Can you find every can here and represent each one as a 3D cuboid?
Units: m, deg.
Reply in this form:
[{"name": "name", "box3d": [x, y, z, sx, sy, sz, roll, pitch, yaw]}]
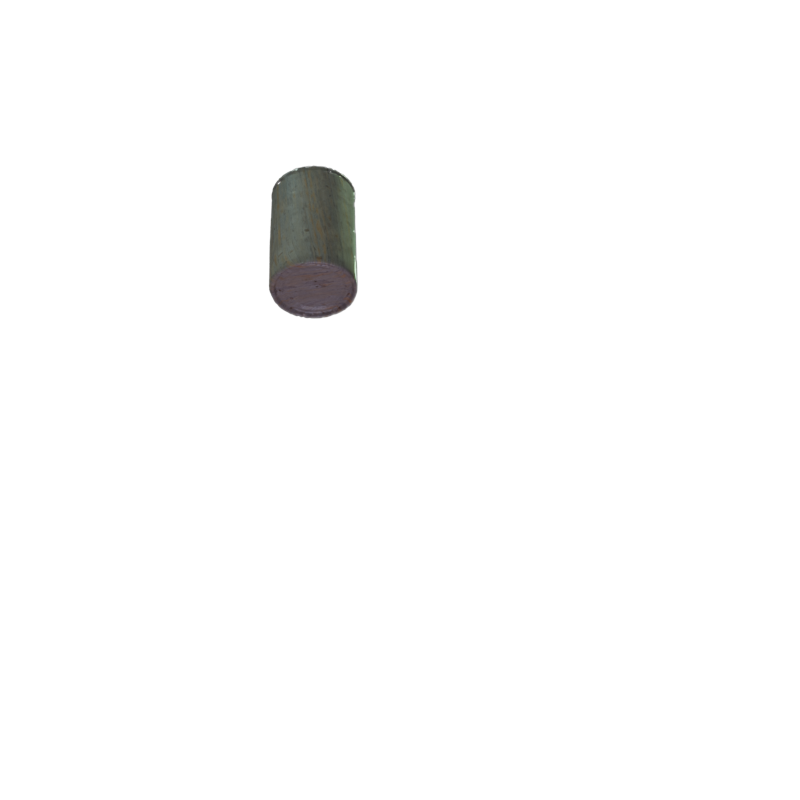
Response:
[{"name": "can", "box3d": [-0.067, -0.123, 0.859, 0.068, 0.110, 0.064, -1, -40, -3]}]
